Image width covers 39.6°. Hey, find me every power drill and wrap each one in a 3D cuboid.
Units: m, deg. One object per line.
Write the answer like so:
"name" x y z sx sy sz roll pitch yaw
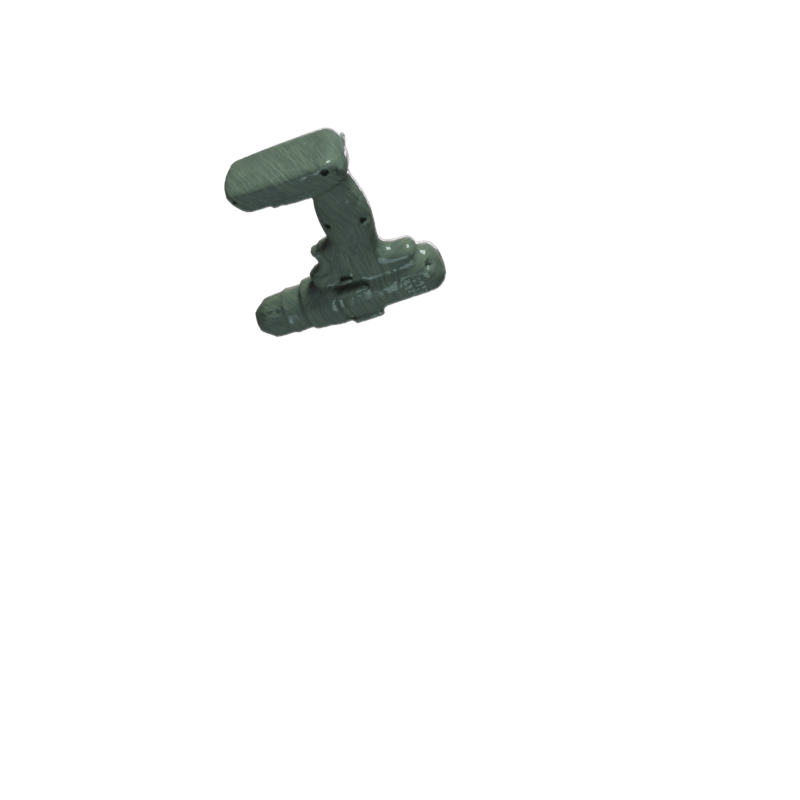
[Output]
"power drill" -0.075 -0.138 0.964 0.186 0.062 0.173 -18 -46 18
